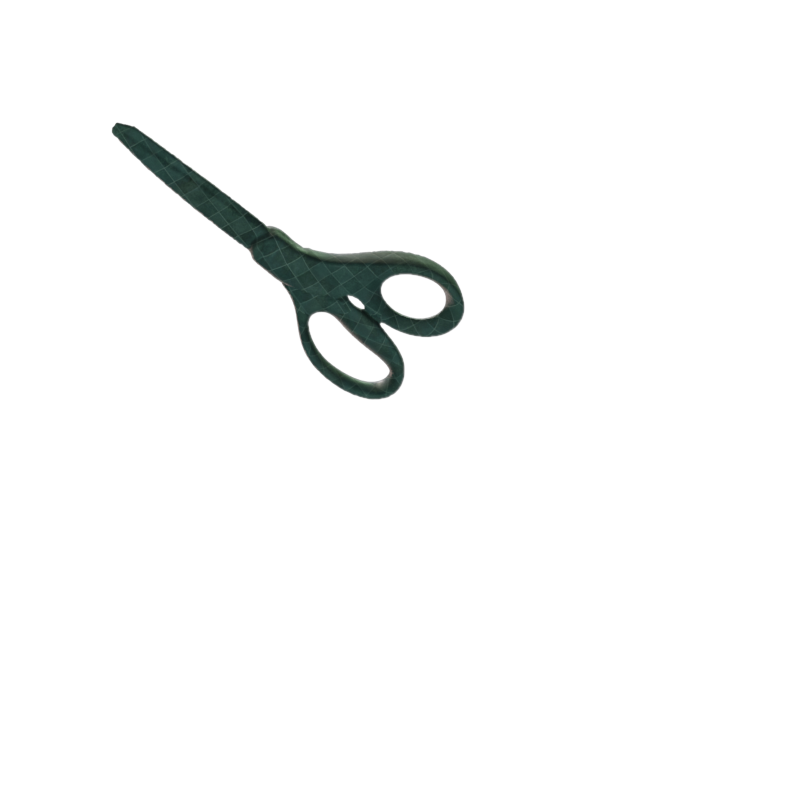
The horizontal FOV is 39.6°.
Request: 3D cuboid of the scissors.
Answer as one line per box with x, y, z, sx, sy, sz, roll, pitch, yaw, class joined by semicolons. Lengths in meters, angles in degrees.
-0.042;-0.077;0.540;0.096;0.188;0.017;-26;31;17;scissors
